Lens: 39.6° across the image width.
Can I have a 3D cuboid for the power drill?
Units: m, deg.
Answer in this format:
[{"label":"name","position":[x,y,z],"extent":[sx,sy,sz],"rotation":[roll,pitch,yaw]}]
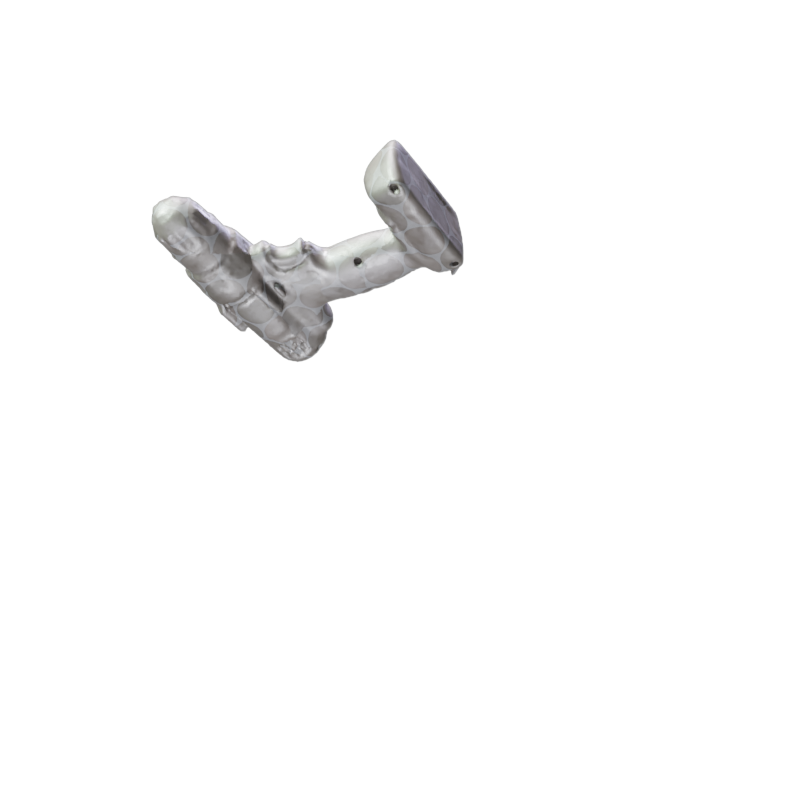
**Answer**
[{"label":"power drill","position":[-0.064,-0.116,0.812],"extent":[0.188,0.062,0.171],"rotation":[-23,-44,25]}]
